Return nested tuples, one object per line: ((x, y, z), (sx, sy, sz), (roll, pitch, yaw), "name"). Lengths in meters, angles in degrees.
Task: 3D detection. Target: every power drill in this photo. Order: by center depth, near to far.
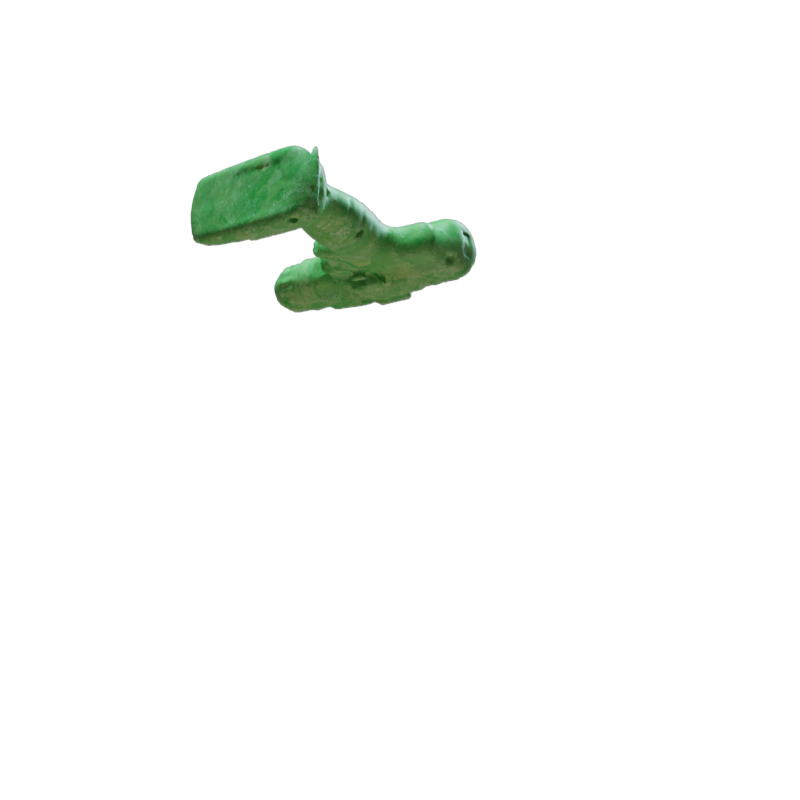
((-0.064, -0.118, 0.823), (0.188, 0.060, 0.176), (-12, -20, 36), "power drill")
